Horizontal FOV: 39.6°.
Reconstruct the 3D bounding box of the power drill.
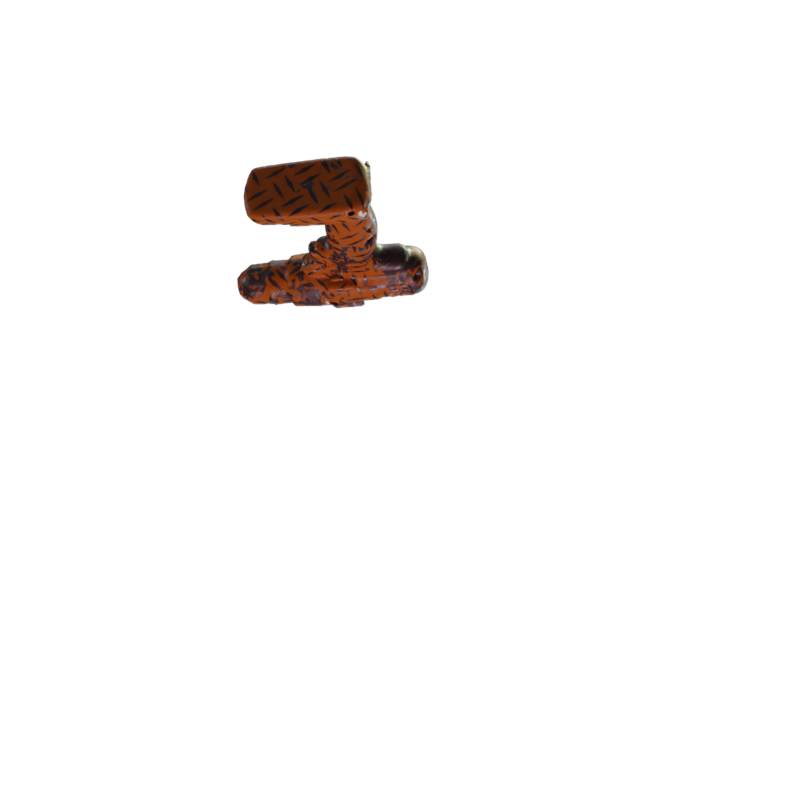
[{"bbox_3d":[-0.078,-0.142,0.994,0.187,0.061,0.175,-5,-23,11],"label":"power drill"}]
